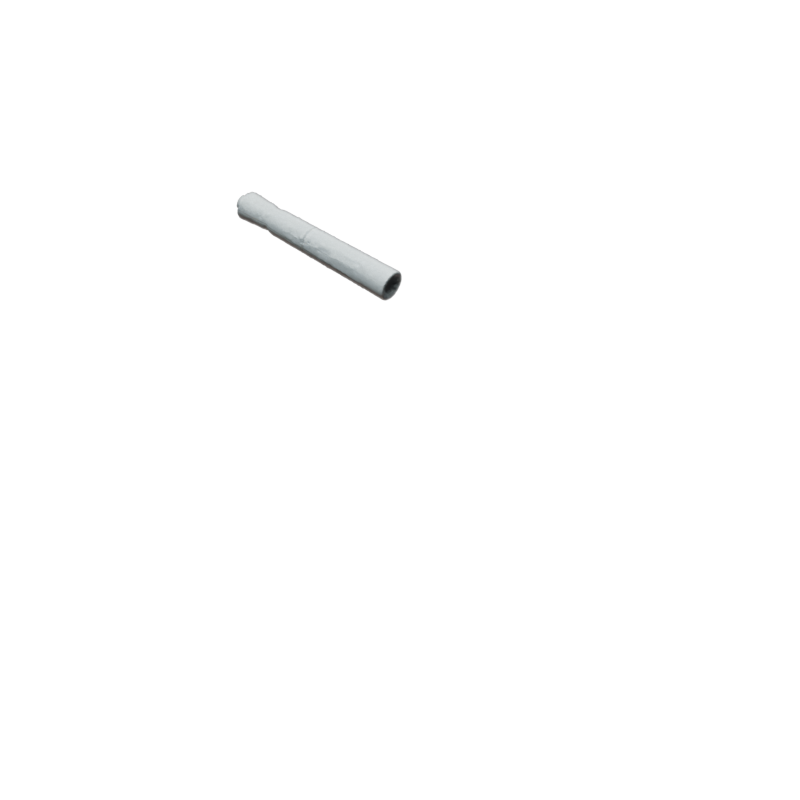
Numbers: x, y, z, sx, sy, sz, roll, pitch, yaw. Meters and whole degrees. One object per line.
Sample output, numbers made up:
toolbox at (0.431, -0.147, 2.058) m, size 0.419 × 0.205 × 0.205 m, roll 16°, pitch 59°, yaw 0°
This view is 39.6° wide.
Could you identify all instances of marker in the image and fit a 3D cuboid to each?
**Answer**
marker at (-0.052, -0.094, 0.661) m, size 0.128 × 0.019 × 0.019 m, roll 32°, pitch 20°, yaw 30°
